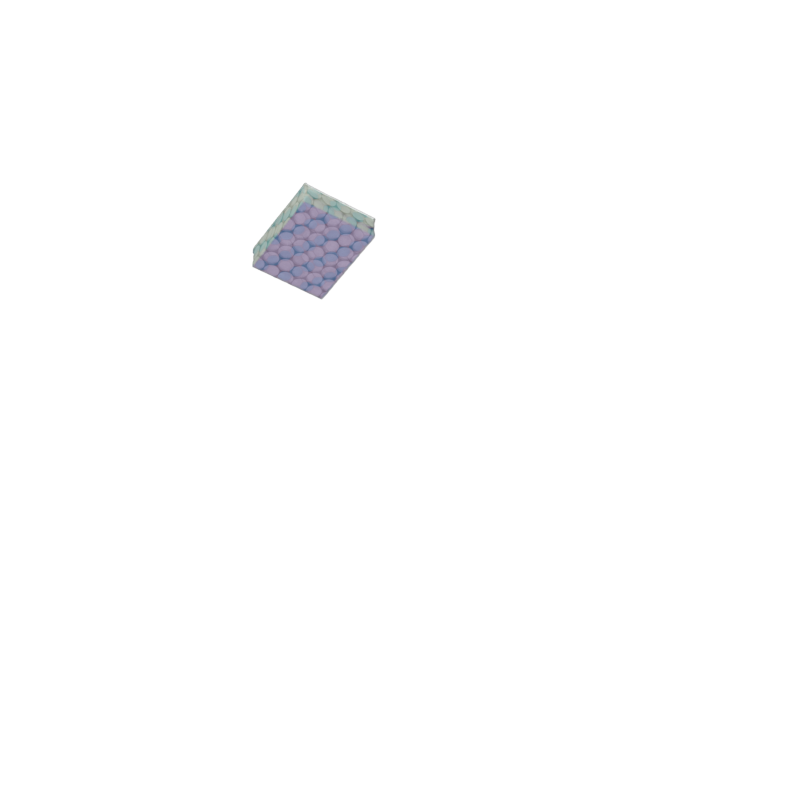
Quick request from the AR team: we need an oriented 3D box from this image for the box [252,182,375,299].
[{"bbox_3d":[-0.075,-0.137,0.958,0.070,0.032,0.087,26,-52,-23],"label":"box"}]
